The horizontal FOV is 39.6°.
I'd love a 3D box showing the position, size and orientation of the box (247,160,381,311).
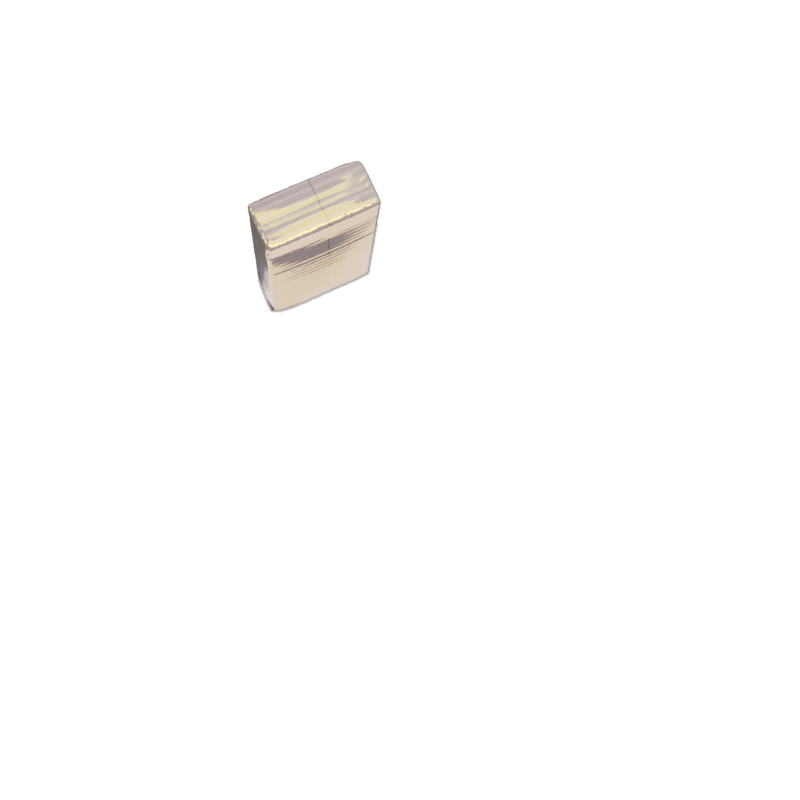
[{"bbox_3d":[-0.069,-0.126,0.881,0.093,0.050,0.169,-24,-11,-9],"label":"box"}]
